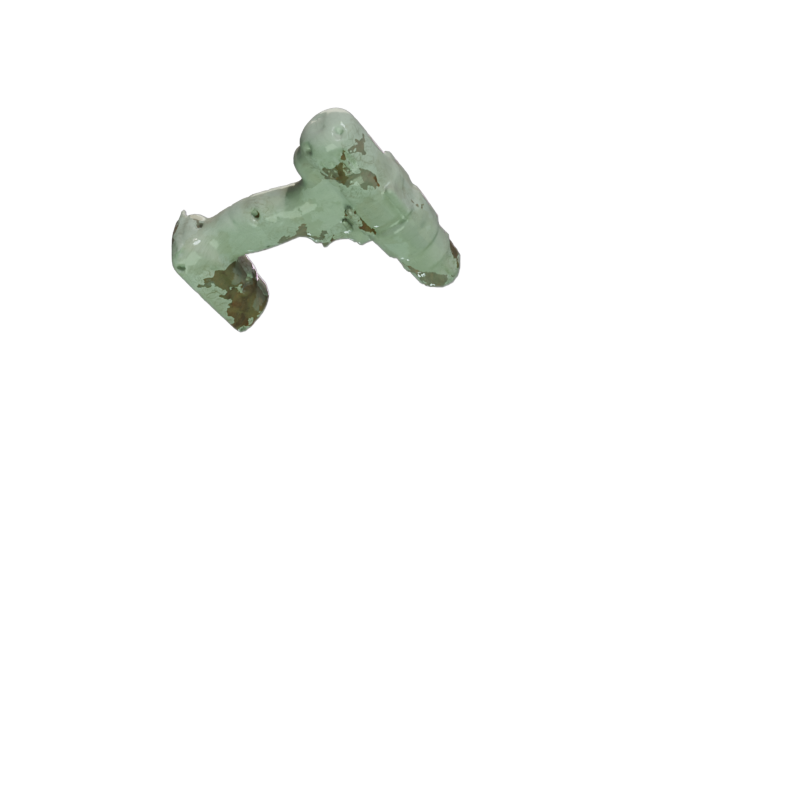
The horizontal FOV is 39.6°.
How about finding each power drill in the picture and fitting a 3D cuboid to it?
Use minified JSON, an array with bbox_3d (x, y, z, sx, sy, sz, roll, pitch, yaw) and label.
[{"bbox_3d":[-0.067,-0.122,0.858,0.188,0.062,0.171,-25,-51,22],"label":"power drill"}]
